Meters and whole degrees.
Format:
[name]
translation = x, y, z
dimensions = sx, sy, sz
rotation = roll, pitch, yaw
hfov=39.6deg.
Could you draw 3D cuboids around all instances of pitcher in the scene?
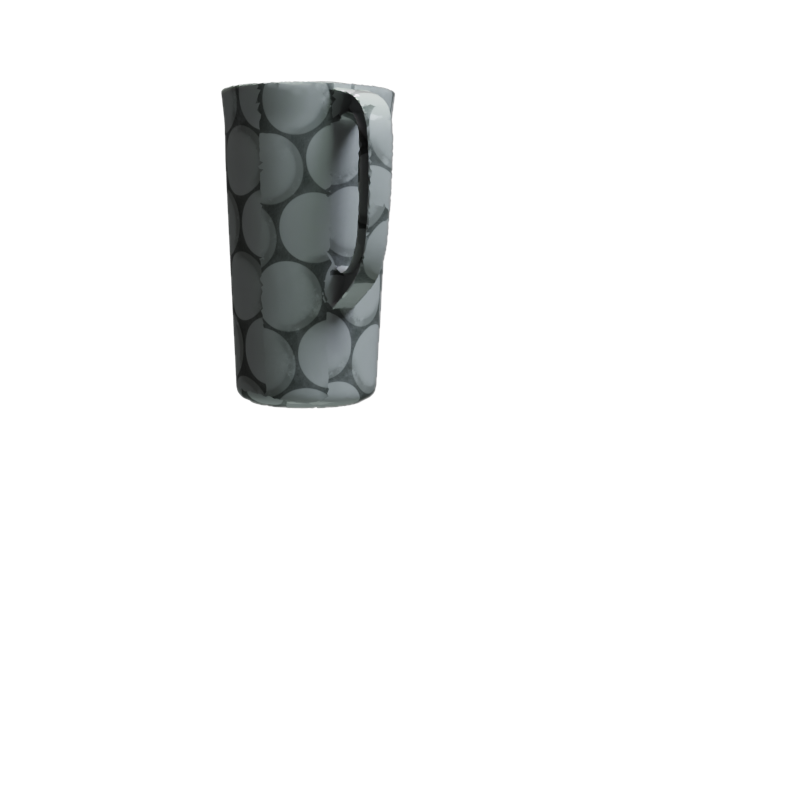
[pitcher]
translation = -0.066, -0.120, 0.841
dimensions = 0.147, 0.242, 0.147
rotation = 1, 3, 12
